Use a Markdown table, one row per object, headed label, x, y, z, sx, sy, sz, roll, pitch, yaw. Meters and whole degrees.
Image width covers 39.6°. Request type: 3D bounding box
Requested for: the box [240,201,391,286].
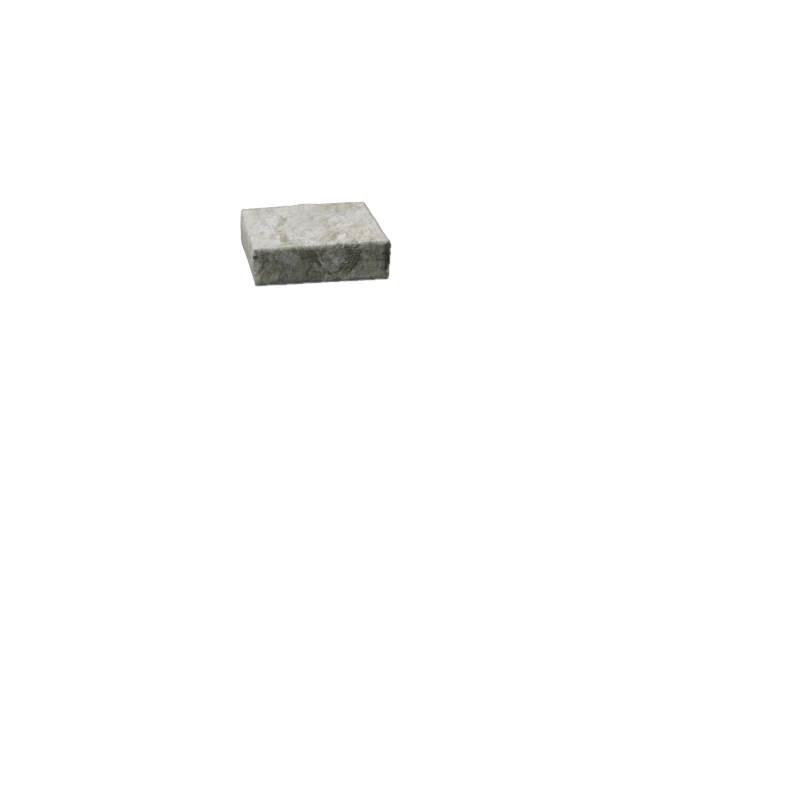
| label | x | y | z | sx | sy | sz | roll | pitch | yaw |
| --- | --- | --- | --- | --- | --- | --- | --- | --- | --- |
| box | -0.057 | -0.104 | 0.728 | 0.088 | 0.029 | 0.078 | -5 | 29 | -10 |
